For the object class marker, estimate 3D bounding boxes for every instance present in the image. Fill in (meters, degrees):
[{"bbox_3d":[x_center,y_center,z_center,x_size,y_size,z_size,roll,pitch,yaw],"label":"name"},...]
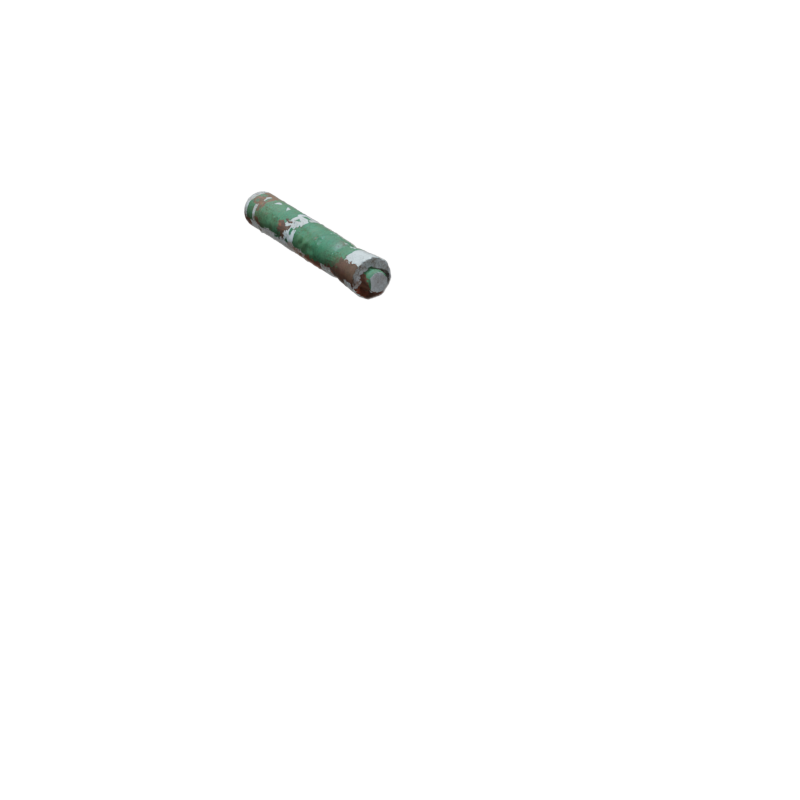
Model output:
[{"bbox_3d":[-0.040,-0.072,0.507,0.019,0.019,0.129,-2,23,-30],"label":"marker"}]
